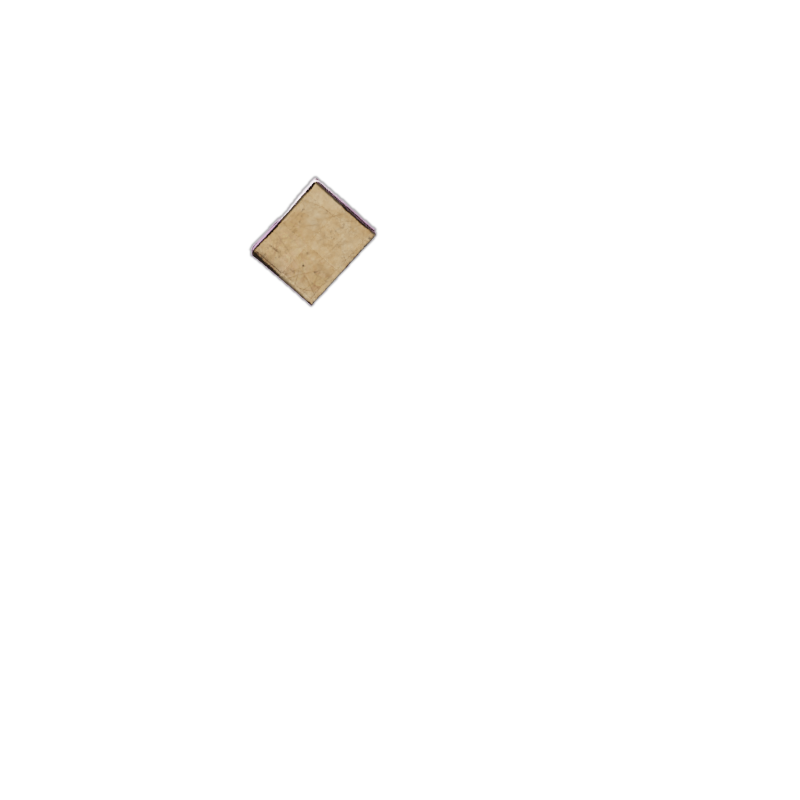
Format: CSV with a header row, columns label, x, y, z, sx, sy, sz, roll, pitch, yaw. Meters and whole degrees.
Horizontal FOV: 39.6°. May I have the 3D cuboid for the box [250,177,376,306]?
label,x,y,z,sx,sy,sz,roll,pitch,yaw
box,-0.077,-0.140,0.981,0.071,0.088,0.031,41,9,-9
